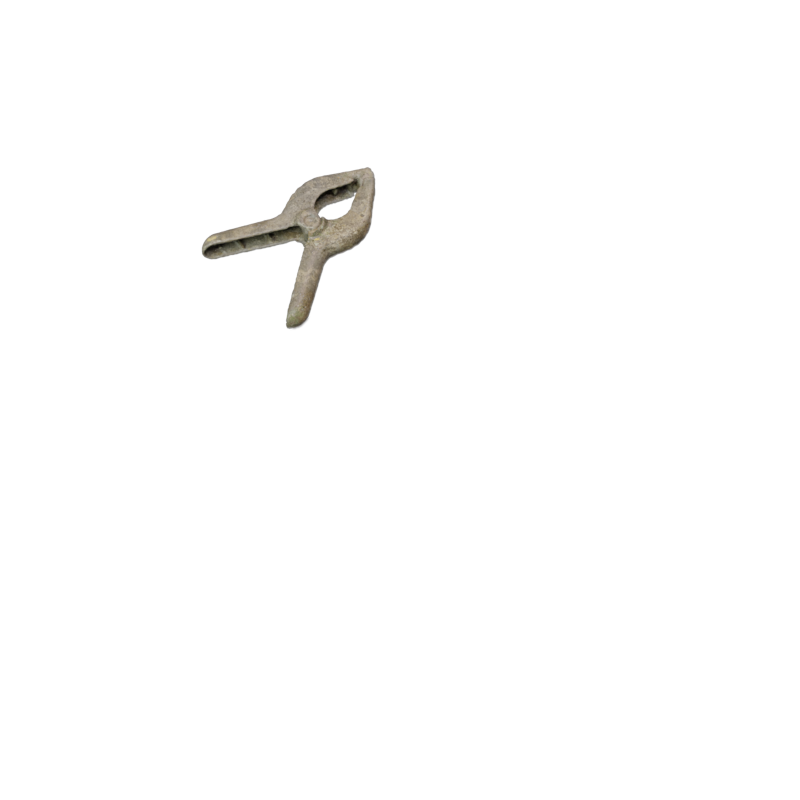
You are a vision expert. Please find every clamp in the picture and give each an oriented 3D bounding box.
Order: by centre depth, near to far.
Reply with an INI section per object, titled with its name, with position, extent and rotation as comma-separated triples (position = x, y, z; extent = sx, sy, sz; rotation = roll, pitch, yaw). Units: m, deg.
[clamp]
position = -0.078, -0.142, 0.991
extent = 0.172, 0.126, 0.037
rotation = -36, -20, -15
